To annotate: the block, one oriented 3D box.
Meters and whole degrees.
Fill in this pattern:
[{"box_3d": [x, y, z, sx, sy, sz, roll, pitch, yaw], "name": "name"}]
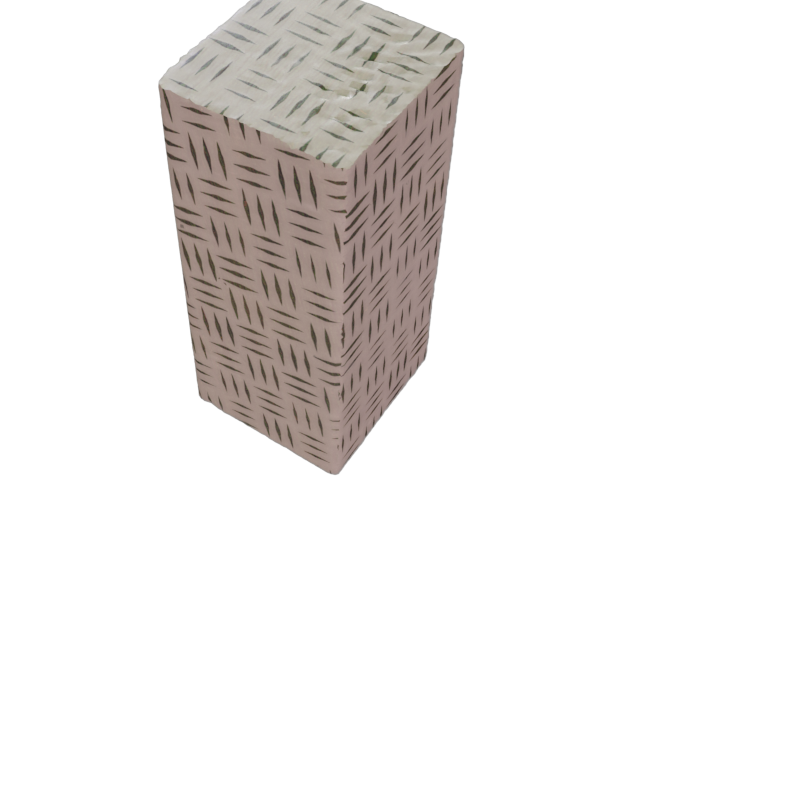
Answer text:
[{"box_3d": [-0.040, -0.072, 0.502, 0.094, 0.093, 0.192, 28, -34, 17], "name": "block"}]
